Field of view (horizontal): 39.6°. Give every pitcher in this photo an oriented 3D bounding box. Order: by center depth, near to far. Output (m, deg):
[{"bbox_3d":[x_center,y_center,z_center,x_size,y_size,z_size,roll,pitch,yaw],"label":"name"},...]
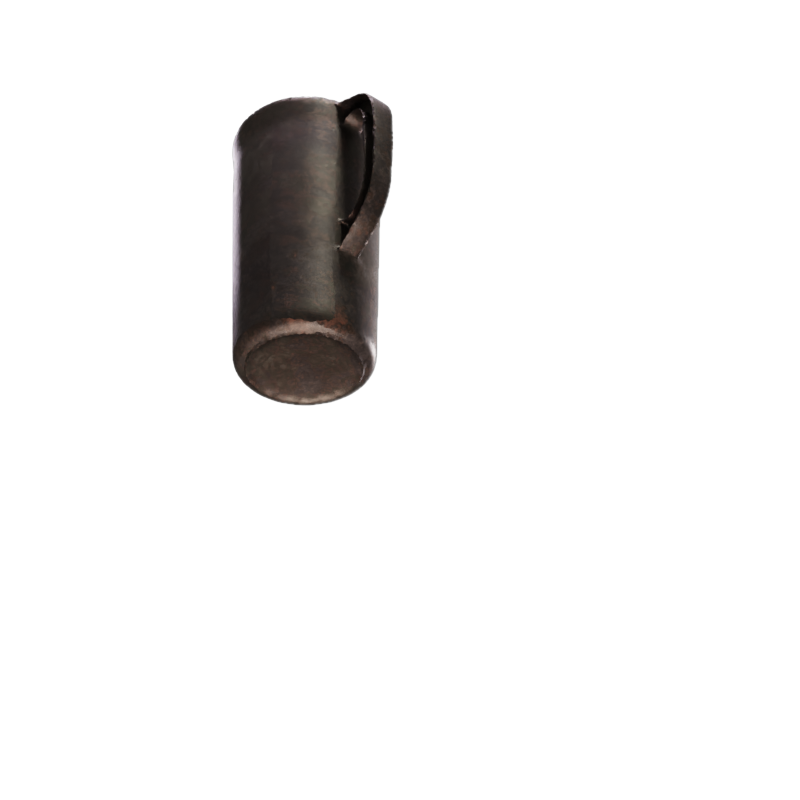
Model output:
[{"bbox_3d":[-0.070,-0.127,0.893,0.146,0.261,0.138,-6,-40,4],"label":"pitcher"}]
